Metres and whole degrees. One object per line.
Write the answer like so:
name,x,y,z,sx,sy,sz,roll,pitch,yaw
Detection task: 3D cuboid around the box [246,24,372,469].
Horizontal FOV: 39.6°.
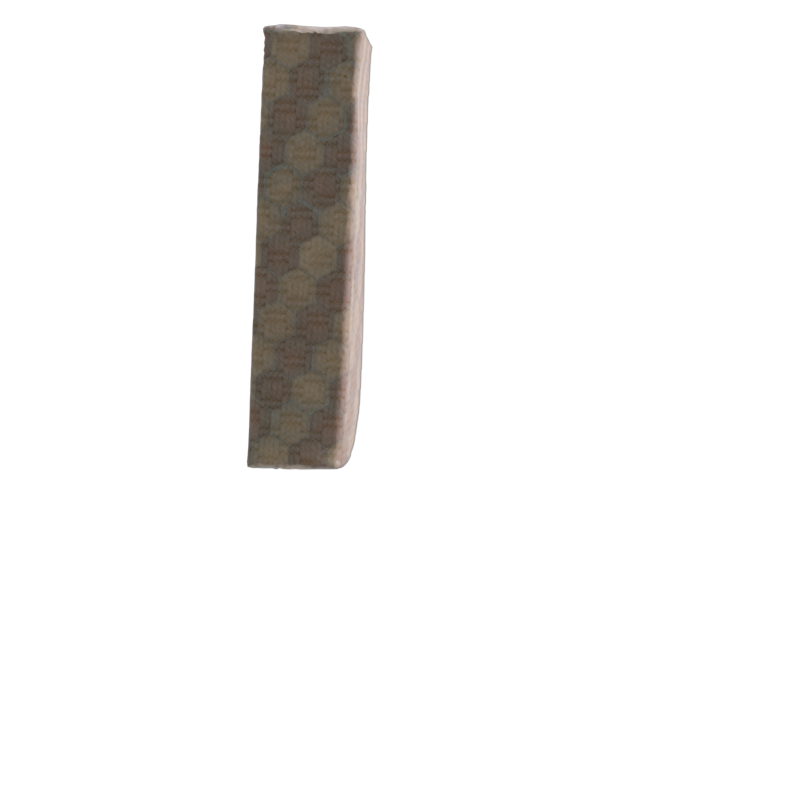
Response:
box,-0.037,-0.068,0.475,0.048,0.174,0.094,1,7,2
